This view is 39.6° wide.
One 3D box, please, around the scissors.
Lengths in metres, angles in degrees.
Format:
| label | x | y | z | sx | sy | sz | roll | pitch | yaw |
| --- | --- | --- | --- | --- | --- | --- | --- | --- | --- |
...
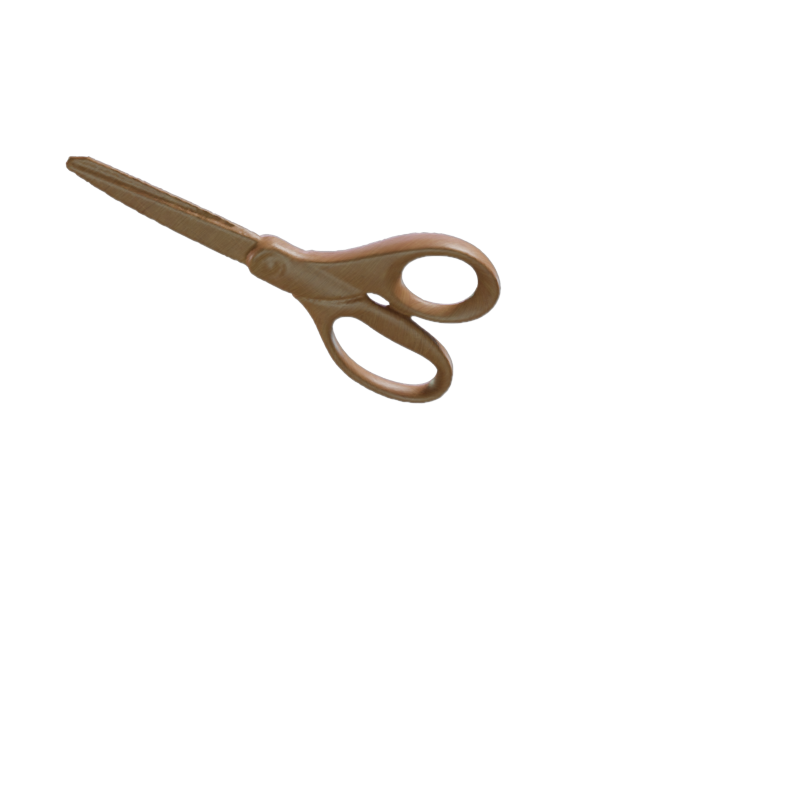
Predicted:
| label | x | y | z | sx | sy | sz | roll | pitch | yaw |
| --- | --- | --- | --- | --- | --- | --- | --- | --- | --- |
| scissors | -0.038 | -0.069 | 0.485 | 0.095 | 0.191 | 0.017 | -40 | 25 | 23 |
